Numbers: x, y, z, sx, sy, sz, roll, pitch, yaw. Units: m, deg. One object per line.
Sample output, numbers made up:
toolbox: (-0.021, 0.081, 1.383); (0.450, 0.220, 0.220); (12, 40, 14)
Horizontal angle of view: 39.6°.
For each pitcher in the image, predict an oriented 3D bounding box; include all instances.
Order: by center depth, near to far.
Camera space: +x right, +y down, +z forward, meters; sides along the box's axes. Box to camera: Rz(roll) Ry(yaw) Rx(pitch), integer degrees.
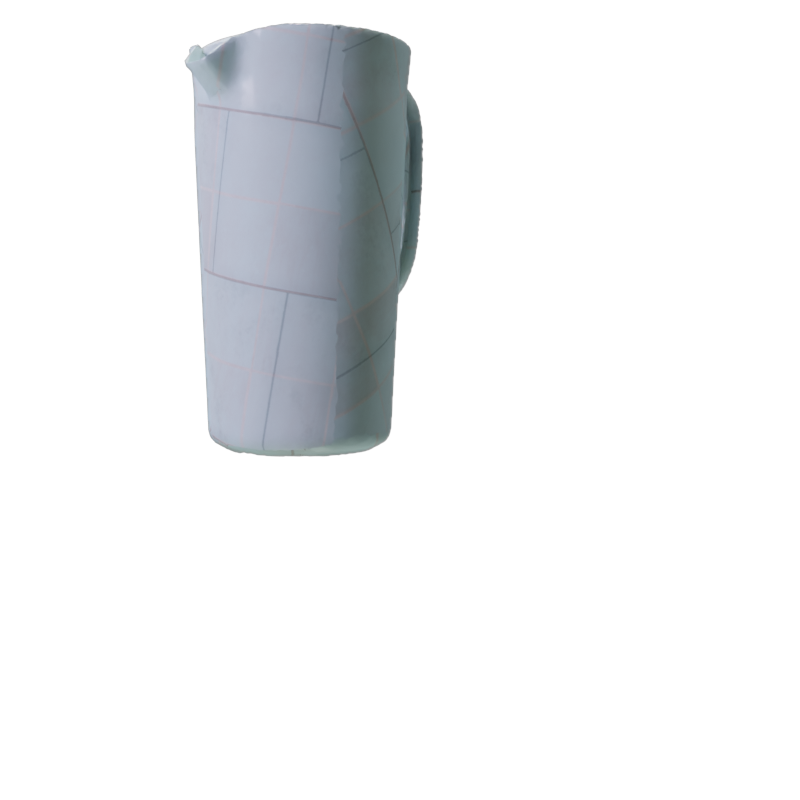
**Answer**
pitcher: (-0.052, -0.095, 0.668); (0.148, 0.245, 0.145); (0, -1, -4)
